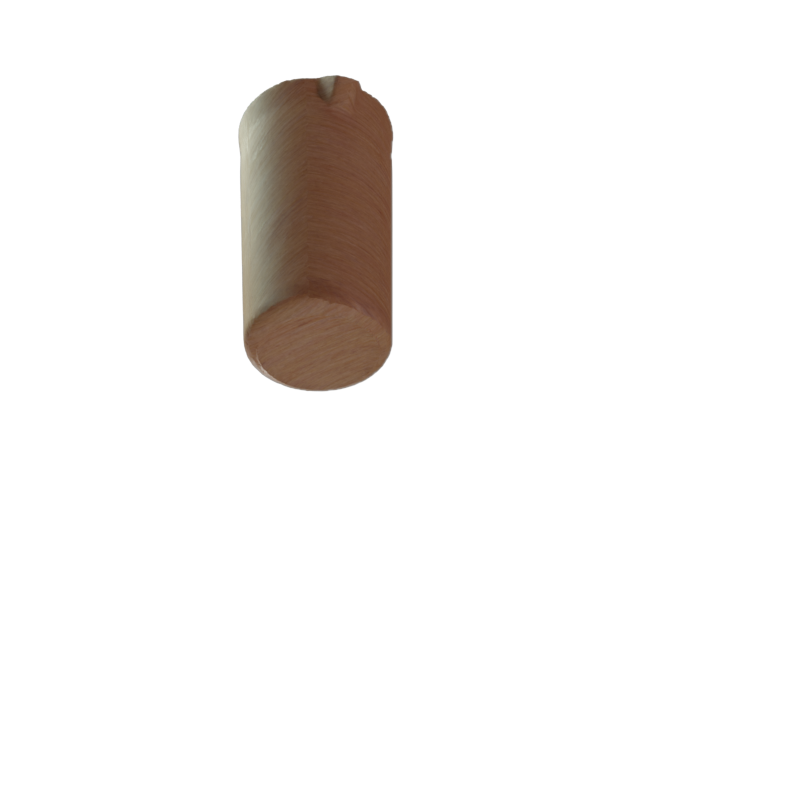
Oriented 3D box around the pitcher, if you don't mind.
[{"bbox_3d":[-0.069,-0.126,0.881,0.146,0.261,0.137,-17,-42,17],"label":"pitcher"}]
